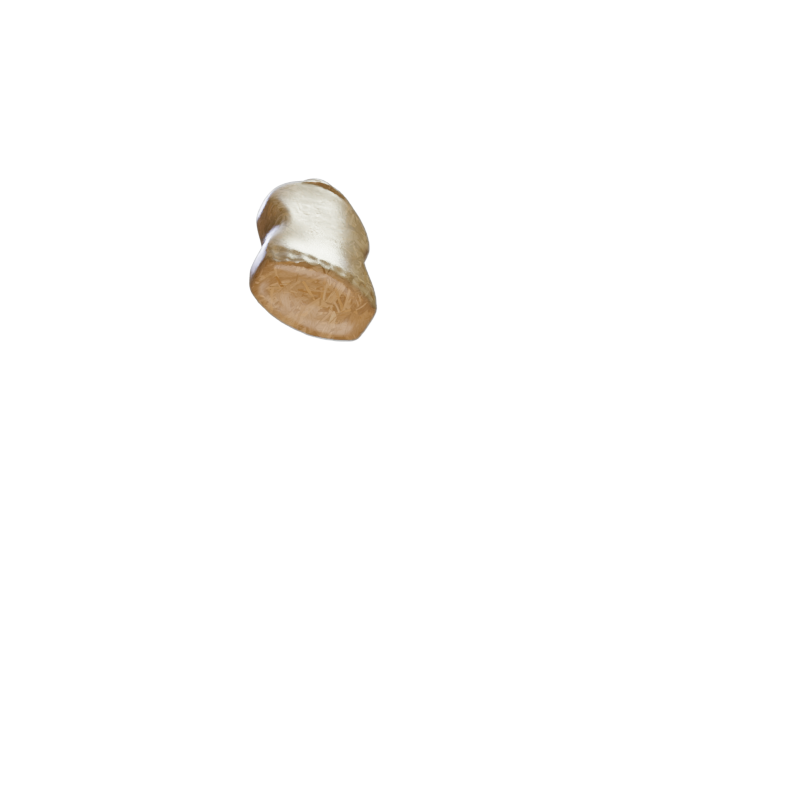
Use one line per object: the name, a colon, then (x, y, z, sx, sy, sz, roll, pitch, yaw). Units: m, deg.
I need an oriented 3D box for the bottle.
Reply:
bottle: (-0.070, -0.128, 0.892, 0.093, 0.056, 0.204, 22, 30, -17)
